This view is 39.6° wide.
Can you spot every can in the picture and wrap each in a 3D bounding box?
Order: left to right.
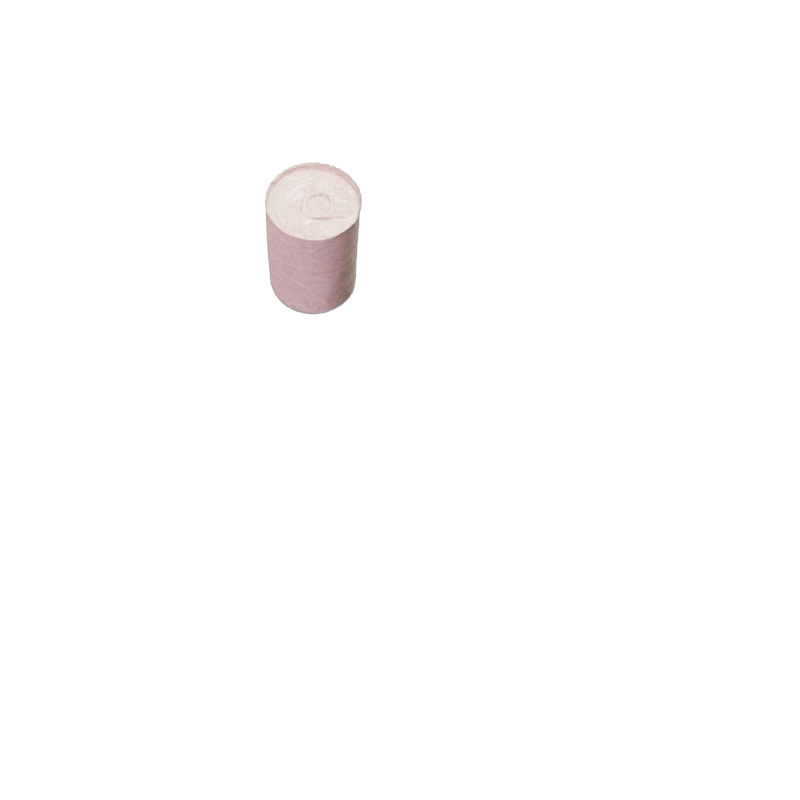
[{"bbox_3d":[-0.064,-0.116,0.816,0.068,0.073,0.096,0,-30,-3],"label":"can"}]
